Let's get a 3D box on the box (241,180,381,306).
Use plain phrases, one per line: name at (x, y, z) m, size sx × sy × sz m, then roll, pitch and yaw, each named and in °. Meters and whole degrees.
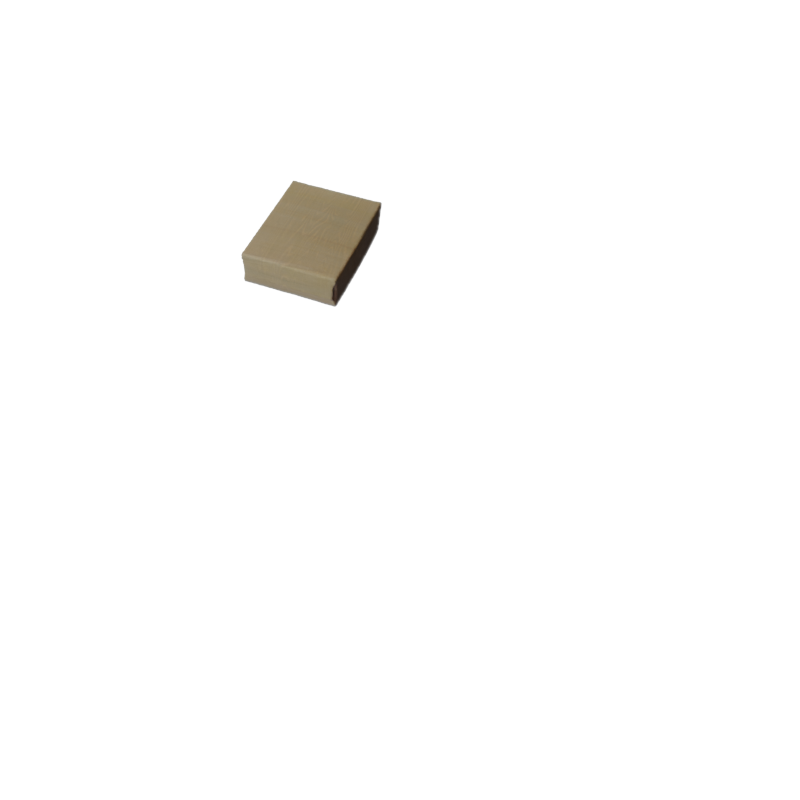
box at (-0.077, -0.141, 0.990) m, size 0.093 × 0.036 × 0.118 m, roll 15°, pitch 47°, yaw 14°
